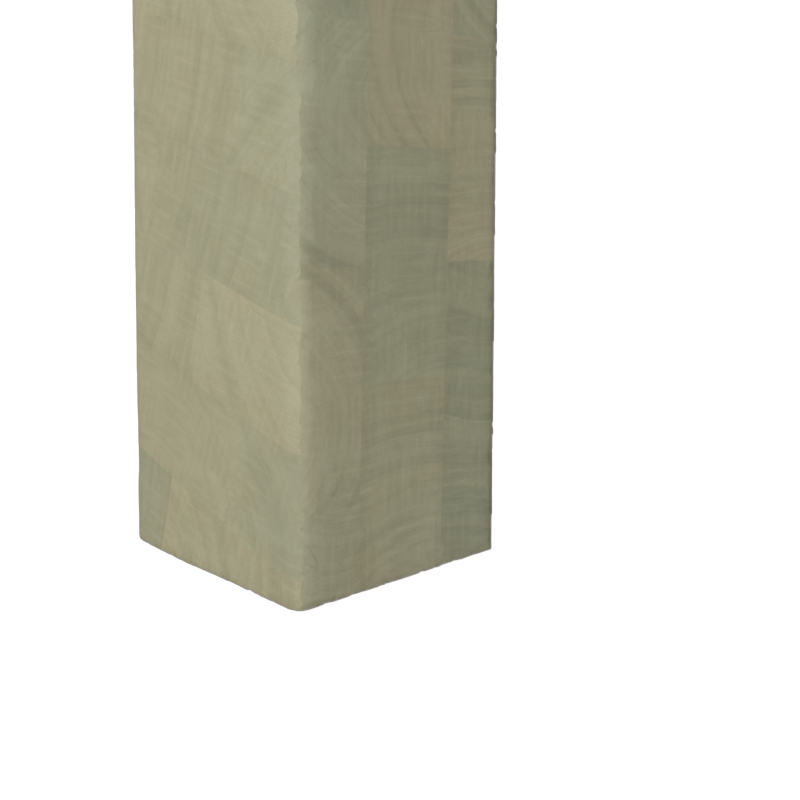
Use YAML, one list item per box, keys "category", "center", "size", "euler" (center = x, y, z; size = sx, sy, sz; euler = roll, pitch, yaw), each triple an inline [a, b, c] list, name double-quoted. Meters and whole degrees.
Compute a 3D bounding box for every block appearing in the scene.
- category: "block"
  center: [-0.029, -0.053, 0.371]
  size: [0.088, 0.204, 0.094]
  euler: [-4, 7, -42]
